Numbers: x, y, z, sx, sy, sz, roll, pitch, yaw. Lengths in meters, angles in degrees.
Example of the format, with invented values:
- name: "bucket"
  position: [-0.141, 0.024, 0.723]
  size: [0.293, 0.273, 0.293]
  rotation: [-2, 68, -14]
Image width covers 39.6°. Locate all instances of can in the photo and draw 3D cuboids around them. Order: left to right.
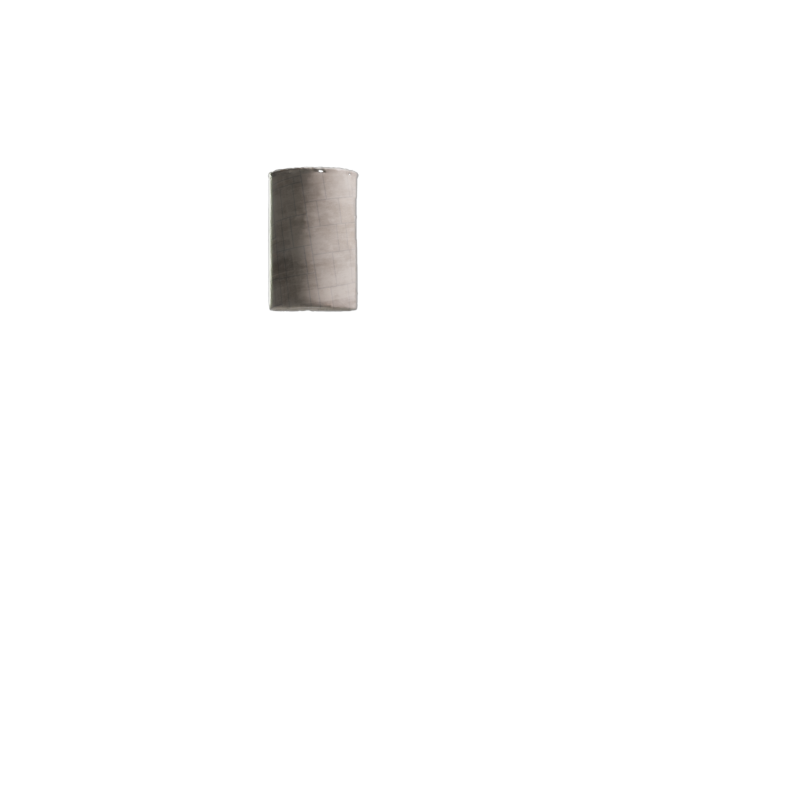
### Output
- name: "can"
  position: [-0.065, -0.118, 0.824]
  size: [0.068, 0.103, 0.068]
  rotation: [0, -3, -2]
